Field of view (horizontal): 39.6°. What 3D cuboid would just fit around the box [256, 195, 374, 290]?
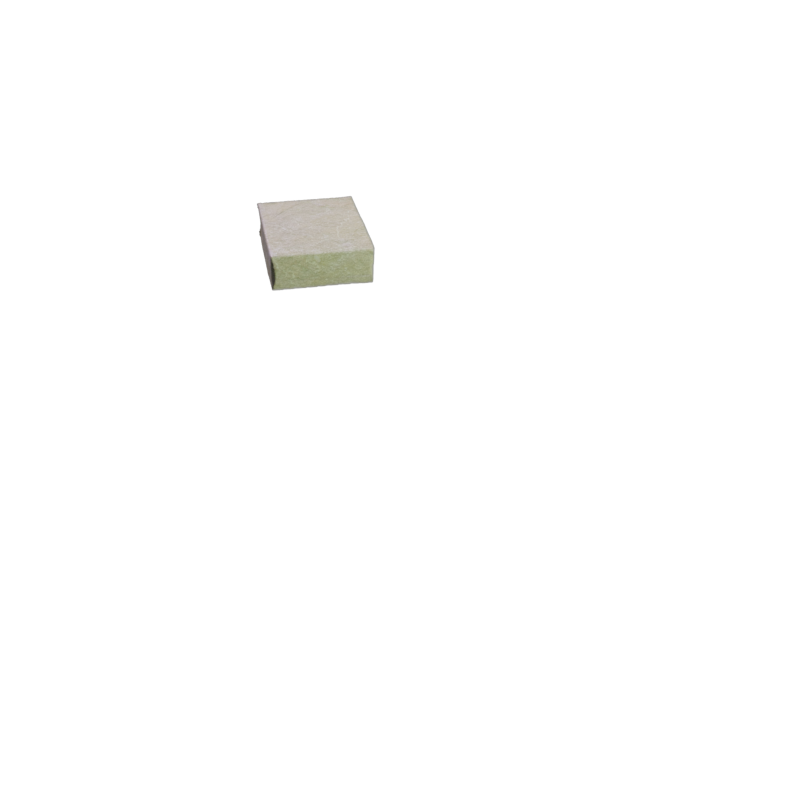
[{"bbox_3d":[-0.077,-0.140,0.984,0.089,0.037,0.121,-5,31,-10],"label":"box"}]
